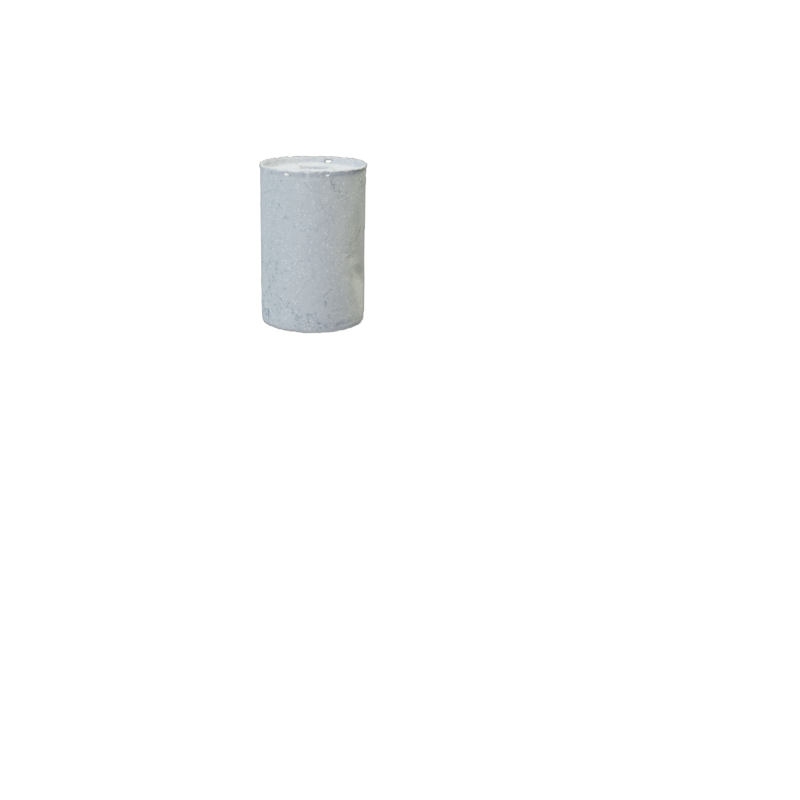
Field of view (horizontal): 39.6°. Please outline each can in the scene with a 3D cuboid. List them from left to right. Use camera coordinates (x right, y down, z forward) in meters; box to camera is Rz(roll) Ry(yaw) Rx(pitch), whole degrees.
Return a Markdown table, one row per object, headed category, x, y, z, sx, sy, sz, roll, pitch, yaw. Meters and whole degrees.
| category | x | y | z | sx | sy | sz | roll | pitch | yaw |
| --- | --- | --- | --- | --- | --- | --- | --- | --- | --- |
| can | -0.055 | -0.101 | 0.705 | 0.068 | 0.099 | 0.071 | 0 | 15 | -2 |
